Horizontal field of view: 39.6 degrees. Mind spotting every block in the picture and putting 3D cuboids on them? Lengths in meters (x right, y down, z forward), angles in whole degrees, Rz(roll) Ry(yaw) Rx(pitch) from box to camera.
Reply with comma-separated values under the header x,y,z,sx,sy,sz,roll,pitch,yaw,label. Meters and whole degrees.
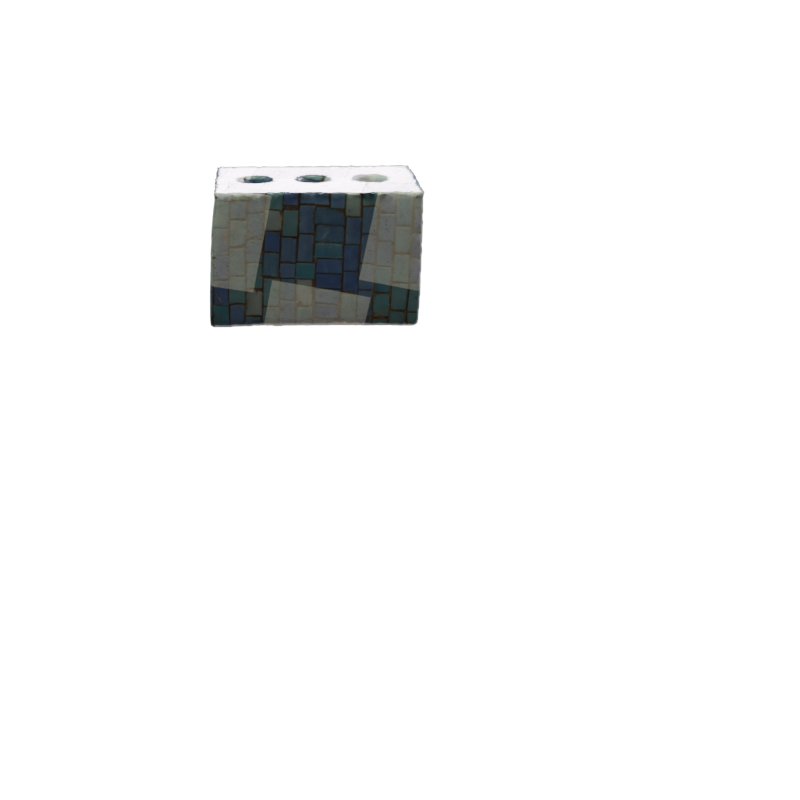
x,y,z,sx,sy,sz,roll,pitch,yaw,label
-0.033,-0.061,0.425,0.078,0.049,0.055,-1,20,-4,block
